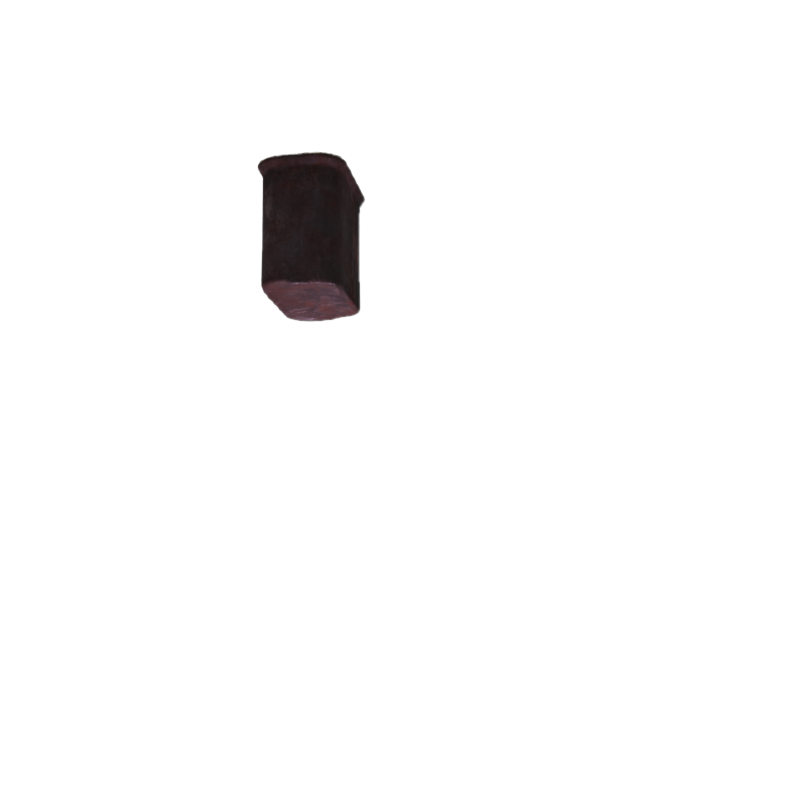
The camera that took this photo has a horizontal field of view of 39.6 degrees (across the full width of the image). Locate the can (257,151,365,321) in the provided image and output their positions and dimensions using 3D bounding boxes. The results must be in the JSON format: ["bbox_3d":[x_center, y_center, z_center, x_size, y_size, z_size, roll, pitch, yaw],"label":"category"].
[{"bbox_3d":[-0.057,-0.103,0.722,0.058,0.087,0.097,-3,-14,9],"label":"can"}]
